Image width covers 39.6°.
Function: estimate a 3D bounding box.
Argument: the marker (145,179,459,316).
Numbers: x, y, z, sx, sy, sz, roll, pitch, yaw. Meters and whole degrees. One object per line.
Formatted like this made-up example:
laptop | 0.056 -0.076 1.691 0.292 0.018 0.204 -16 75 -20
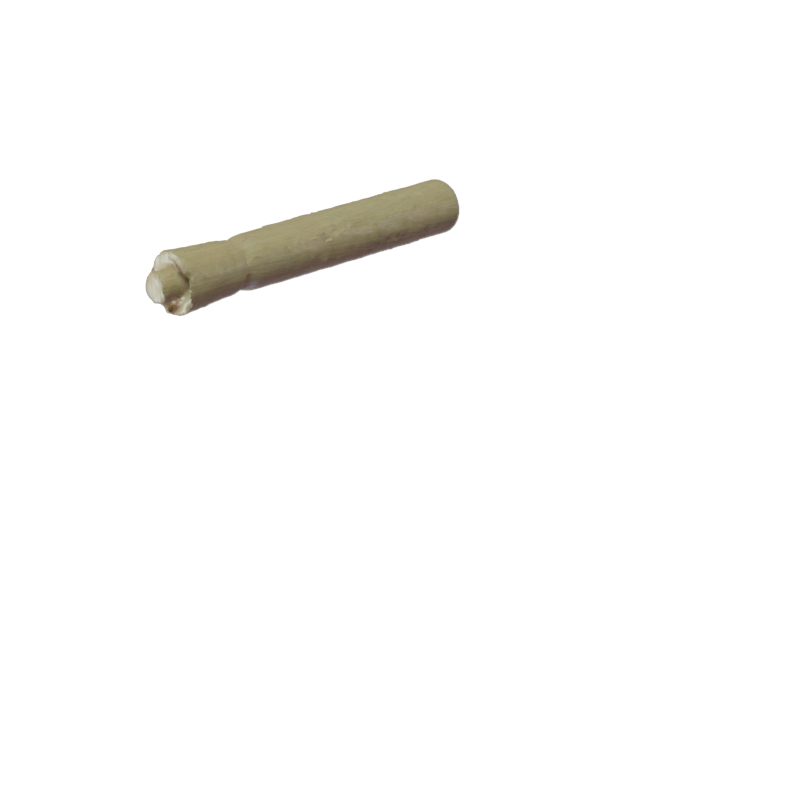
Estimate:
marker | -0.027 -0.049 0.341 0.021 0.019 0.119 4 20 44
